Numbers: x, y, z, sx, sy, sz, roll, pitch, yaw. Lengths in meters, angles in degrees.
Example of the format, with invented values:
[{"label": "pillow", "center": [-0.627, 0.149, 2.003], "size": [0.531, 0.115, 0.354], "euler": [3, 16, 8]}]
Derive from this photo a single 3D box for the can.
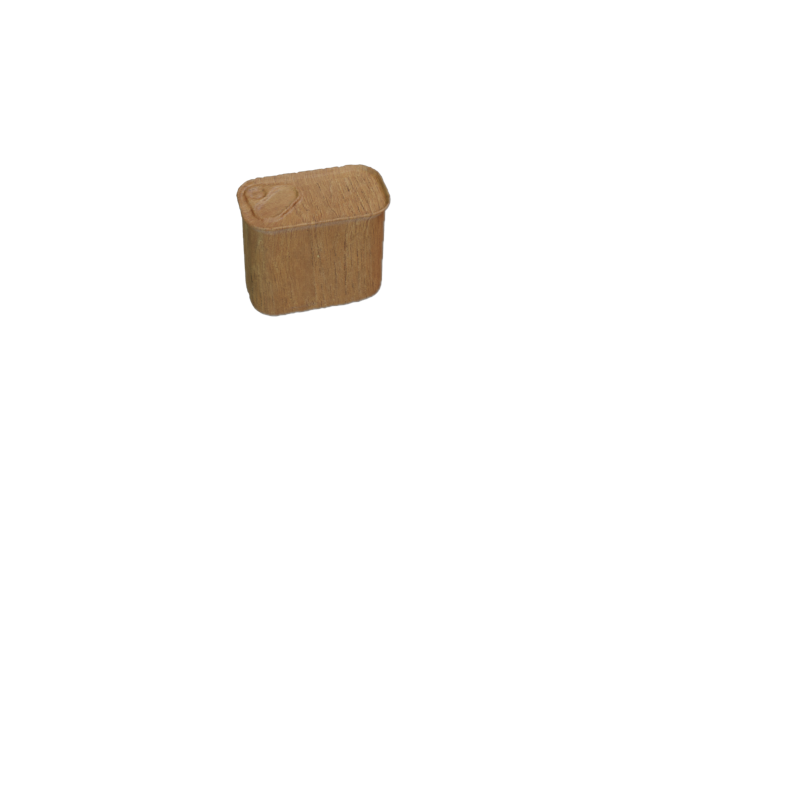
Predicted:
[{"label": "can", "center": [-0.061, -0.111, 0.775], "size": [0.101, 0.078, 0.062], "euler": [-10, 46, -11]}]
